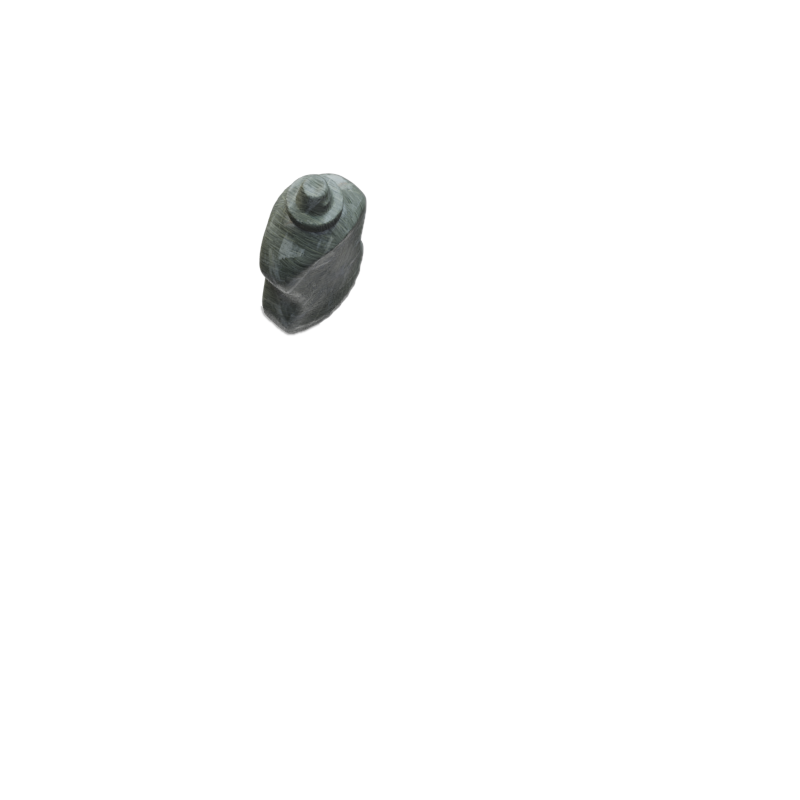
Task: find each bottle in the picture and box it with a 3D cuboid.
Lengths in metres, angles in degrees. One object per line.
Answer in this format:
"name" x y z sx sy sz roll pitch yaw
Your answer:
"bottle" -0.066 -0.120 0.842 0.060 0.097 0.183 41 -16 9
